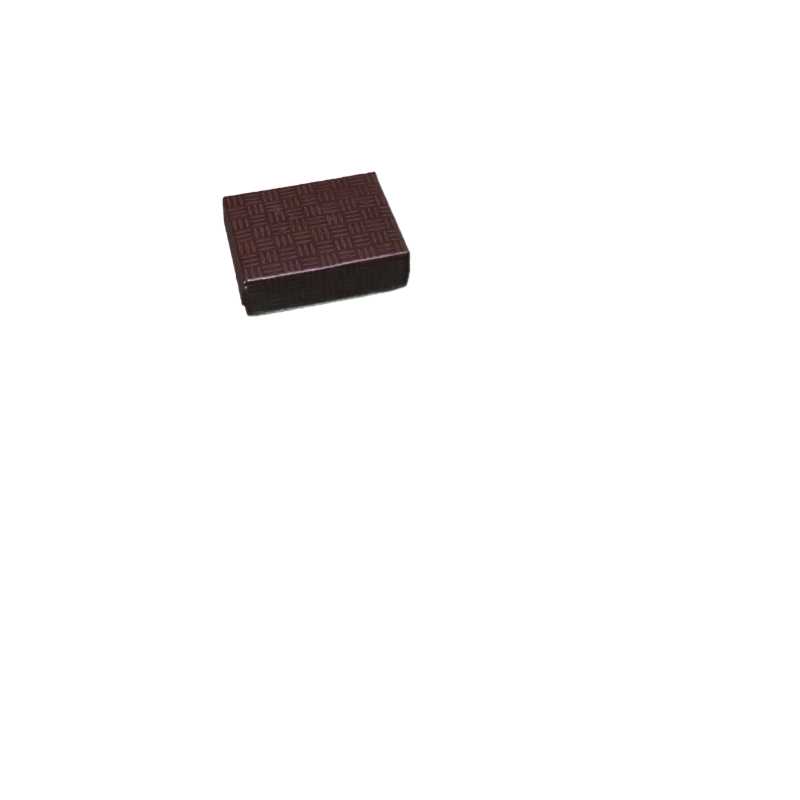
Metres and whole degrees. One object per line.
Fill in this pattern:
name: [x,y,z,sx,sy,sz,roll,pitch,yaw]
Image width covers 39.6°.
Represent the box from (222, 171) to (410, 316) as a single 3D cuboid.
box: [-0.059,-0.107,0.752,0.112,0.097,0.036,-10,-43,-10]
